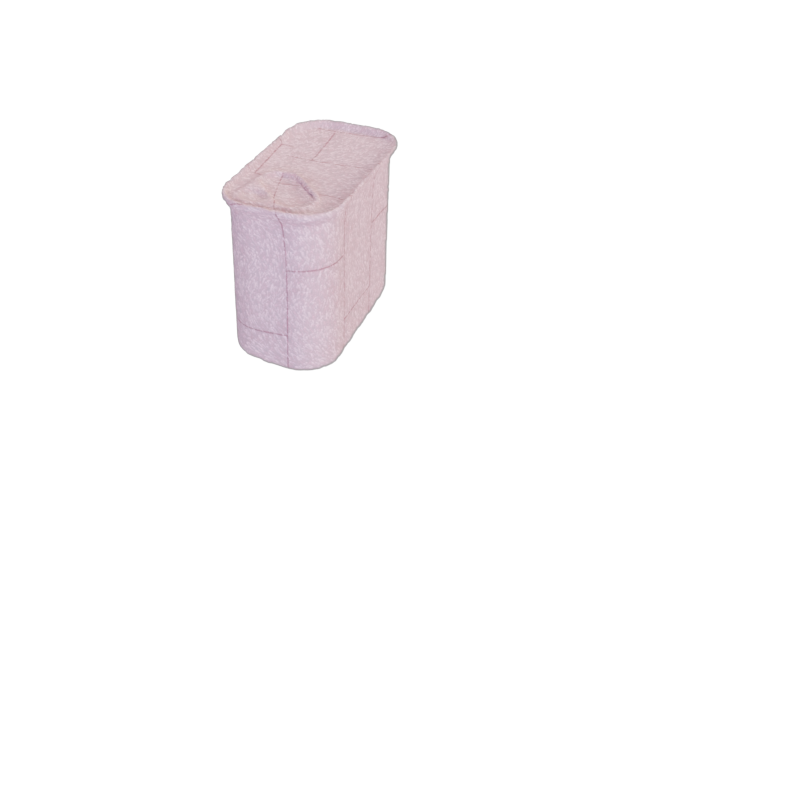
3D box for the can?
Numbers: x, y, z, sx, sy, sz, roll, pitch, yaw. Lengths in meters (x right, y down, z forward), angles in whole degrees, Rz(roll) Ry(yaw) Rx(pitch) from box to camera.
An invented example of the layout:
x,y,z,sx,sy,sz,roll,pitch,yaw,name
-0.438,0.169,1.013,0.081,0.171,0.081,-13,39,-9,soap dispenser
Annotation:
x,y,z,sx,sy,sz,roll,pitch,yaw,name
-0.042,-0.076,0.532,0.059,0.079,0.105,12,35,16,can
